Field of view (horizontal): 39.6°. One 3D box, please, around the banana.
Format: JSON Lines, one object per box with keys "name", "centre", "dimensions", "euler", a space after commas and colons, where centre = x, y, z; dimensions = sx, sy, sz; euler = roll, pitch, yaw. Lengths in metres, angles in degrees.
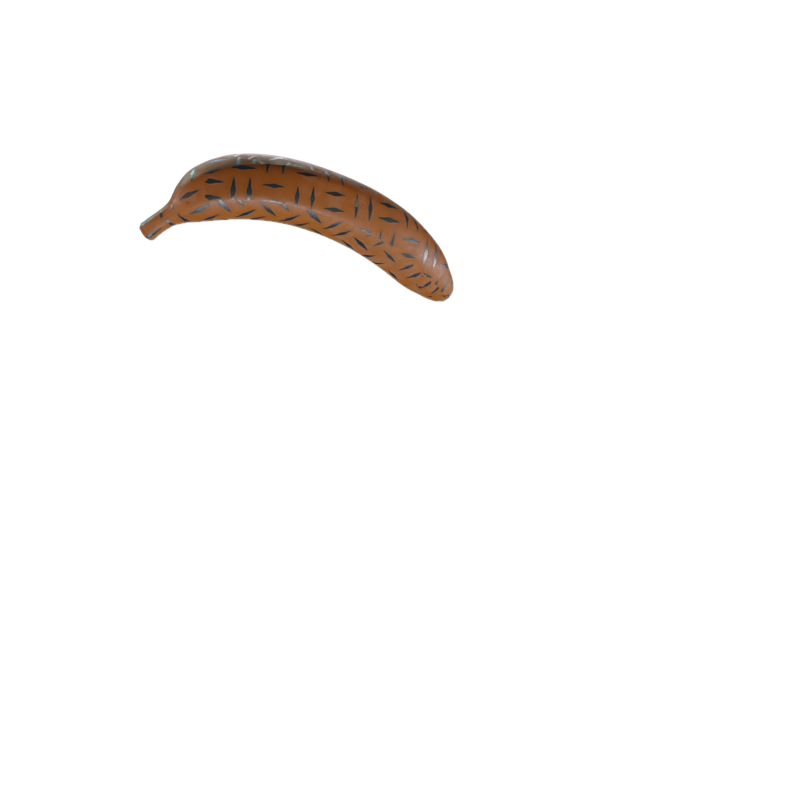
{"name": "banana", "centre": [-0.048, -0.106, 0.652], "dimensions": [0.192, 0.039, 0.067], "euler": [13, -40, -16]}
